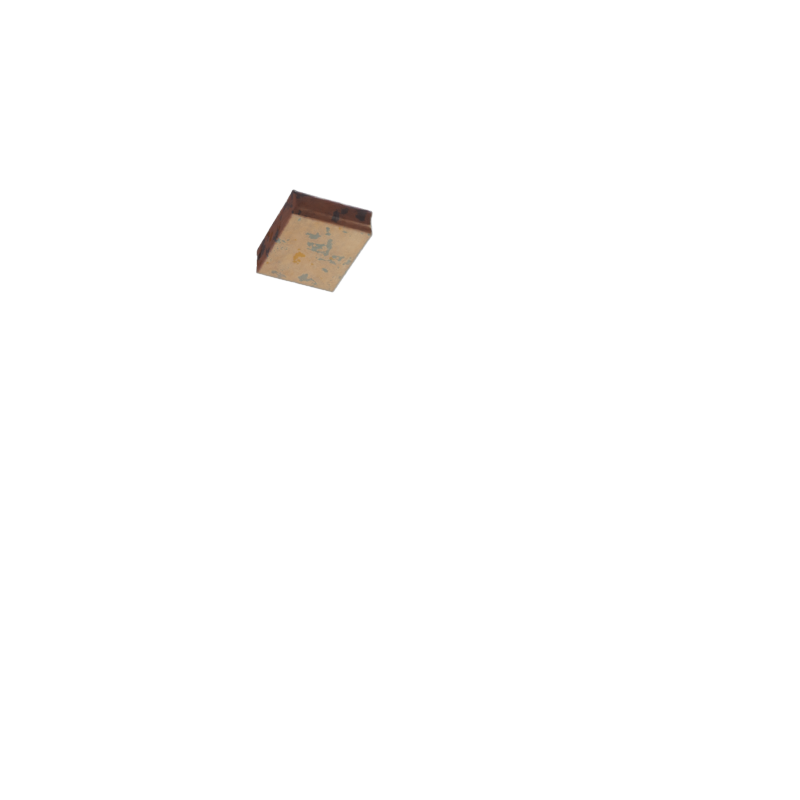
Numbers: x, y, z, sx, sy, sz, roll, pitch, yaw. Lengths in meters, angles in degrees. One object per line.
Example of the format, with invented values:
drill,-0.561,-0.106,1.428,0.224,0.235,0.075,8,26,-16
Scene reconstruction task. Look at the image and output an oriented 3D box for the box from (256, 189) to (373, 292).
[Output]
box,-0.073,-0.134,0.937,0.071,0.032,0.086,14,-37,-20
